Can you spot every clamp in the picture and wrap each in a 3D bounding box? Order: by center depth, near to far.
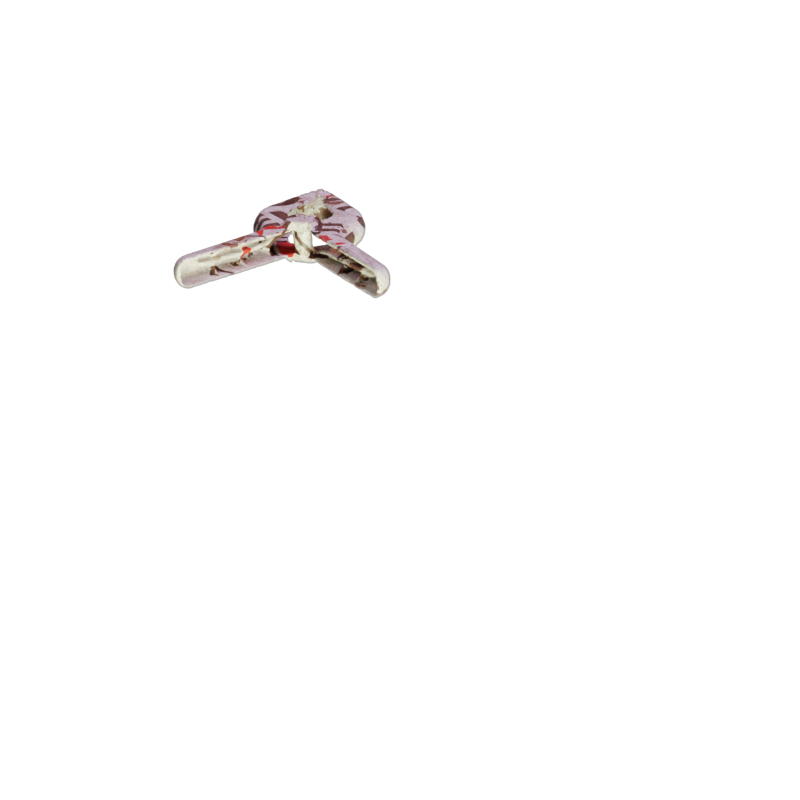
[{"bbox_3d":[-0.071,-0.130,0.907,0.168,0.035,0.216,6,26,13],"label":"clamp"}]
